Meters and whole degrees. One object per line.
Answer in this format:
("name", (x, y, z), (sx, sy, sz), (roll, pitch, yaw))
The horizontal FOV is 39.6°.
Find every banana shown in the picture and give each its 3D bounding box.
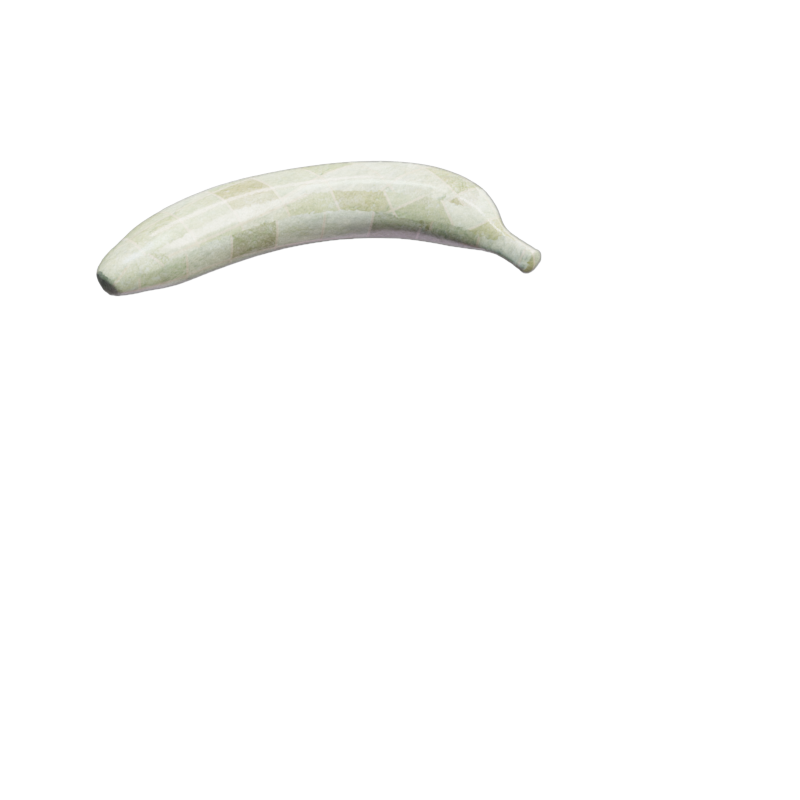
("banana", (-0.039, -0.082, 0.508), (0.196, 0.034, 0.075), (-6, 35, -8))
